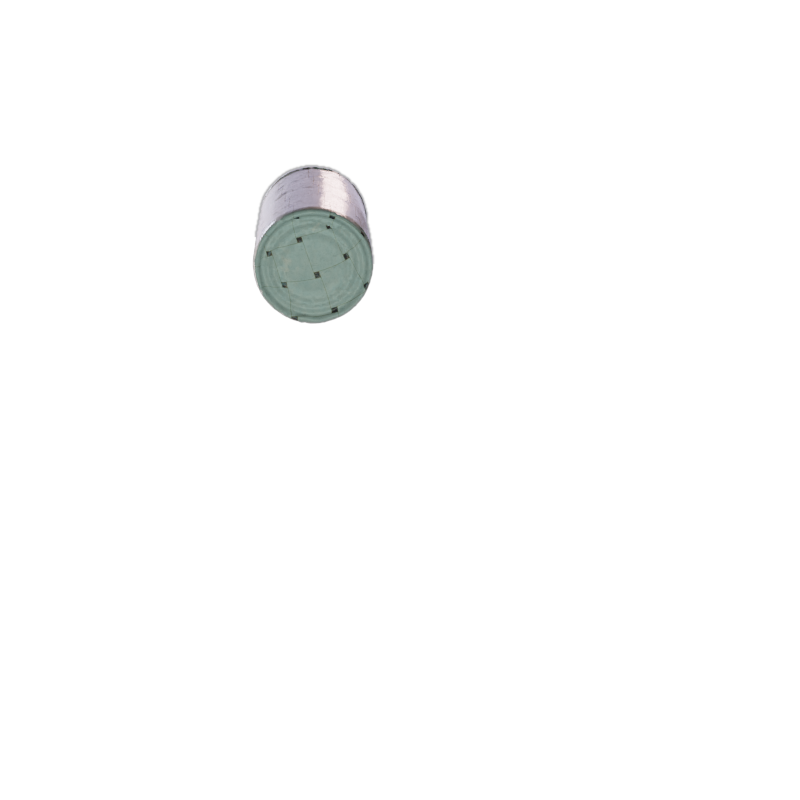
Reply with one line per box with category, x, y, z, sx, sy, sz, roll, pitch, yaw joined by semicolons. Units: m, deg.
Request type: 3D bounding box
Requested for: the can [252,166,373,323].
can;-0.051;-0.093;0.651;0.068;0.066;0.107;0;22;-3
